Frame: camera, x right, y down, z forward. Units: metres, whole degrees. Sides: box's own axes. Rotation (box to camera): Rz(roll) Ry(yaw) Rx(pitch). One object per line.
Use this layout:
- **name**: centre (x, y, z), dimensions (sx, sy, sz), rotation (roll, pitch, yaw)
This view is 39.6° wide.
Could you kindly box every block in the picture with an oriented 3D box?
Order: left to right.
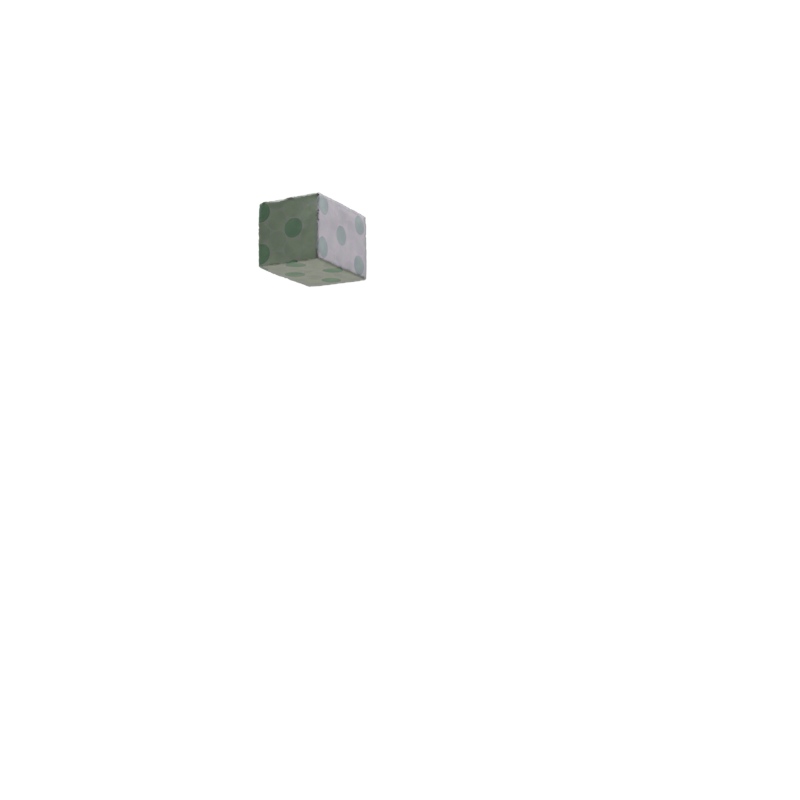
- **block**: centre (-0.065, -0.119, 0.836), dimensions (0.054, 0.053, 0.074), rotation (-6, -11, 26)
